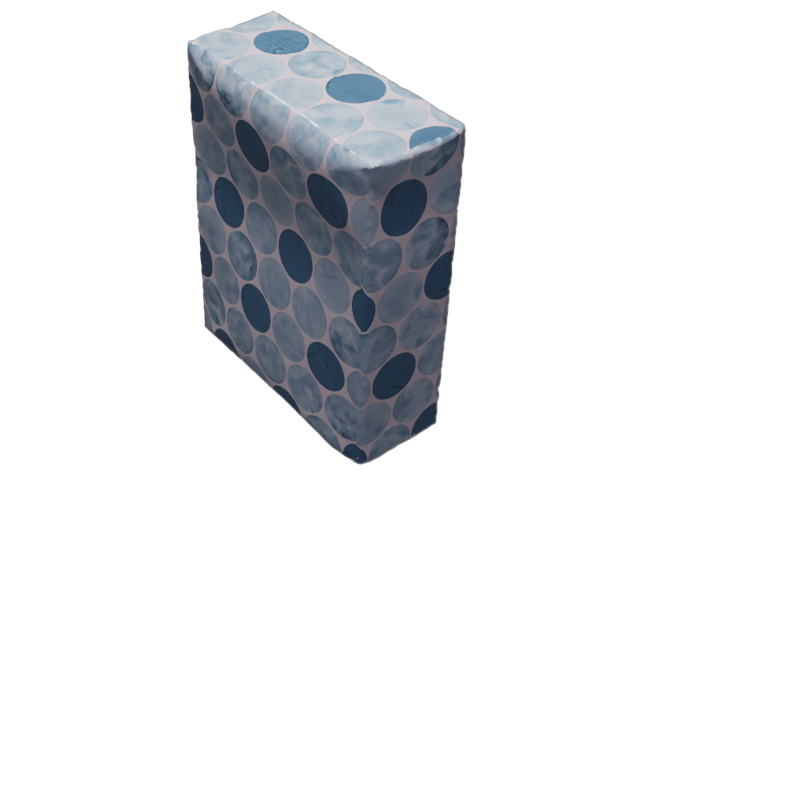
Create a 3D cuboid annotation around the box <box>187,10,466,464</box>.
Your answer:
[{"bbox_3d":[-0.050,-0.092,0.642,0.072,0.199,0.176,-26,49,-30],"label":"box"}]
